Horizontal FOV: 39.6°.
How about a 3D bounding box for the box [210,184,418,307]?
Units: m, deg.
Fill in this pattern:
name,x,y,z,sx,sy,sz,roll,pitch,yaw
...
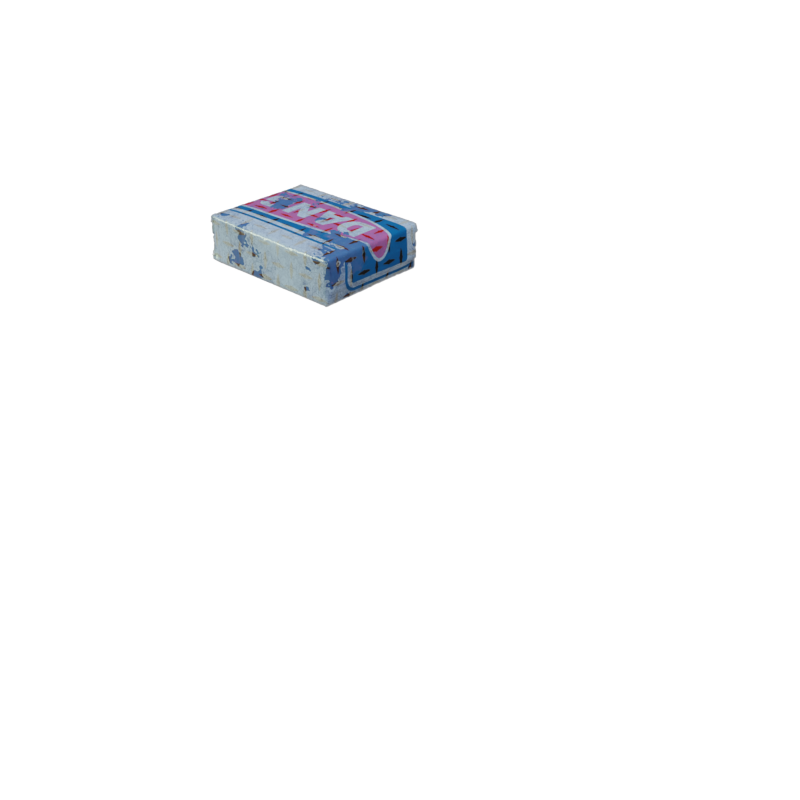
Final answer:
name,x,y,z,sx,sy,sz,roll,pitch,yaw
box,-0.059,-0.108,0.755,0.120,0.037,0.089,22,34,36
